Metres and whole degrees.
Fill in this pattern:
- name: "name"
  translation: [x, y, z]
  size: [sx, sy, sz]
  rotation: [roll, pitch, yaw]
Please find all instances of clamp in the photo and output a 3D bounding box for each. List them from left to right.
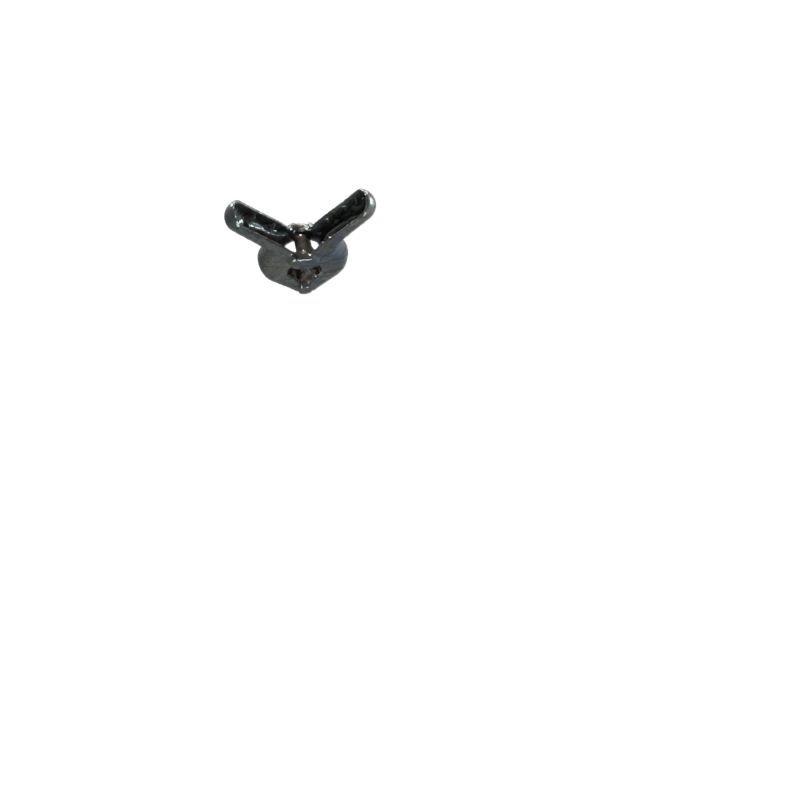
- name: "clamp"
  translation: [-0.074, -0.135, 0.944]
  size: [0.121, 0.041, 0.163]
  rotation: [-2, -13, 6]
